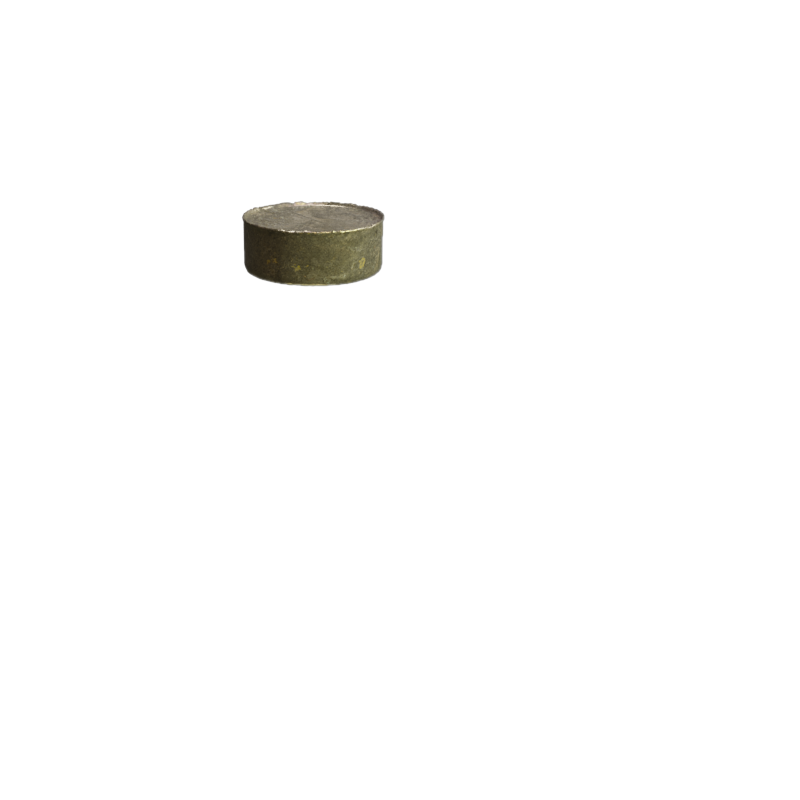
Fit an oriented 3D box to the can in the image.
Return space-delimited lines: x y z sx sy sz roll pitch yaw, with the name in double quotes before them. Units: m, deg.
"can" -0.053 -0.096 0.671 0.086 0.032 0.090 -1 20 -2
